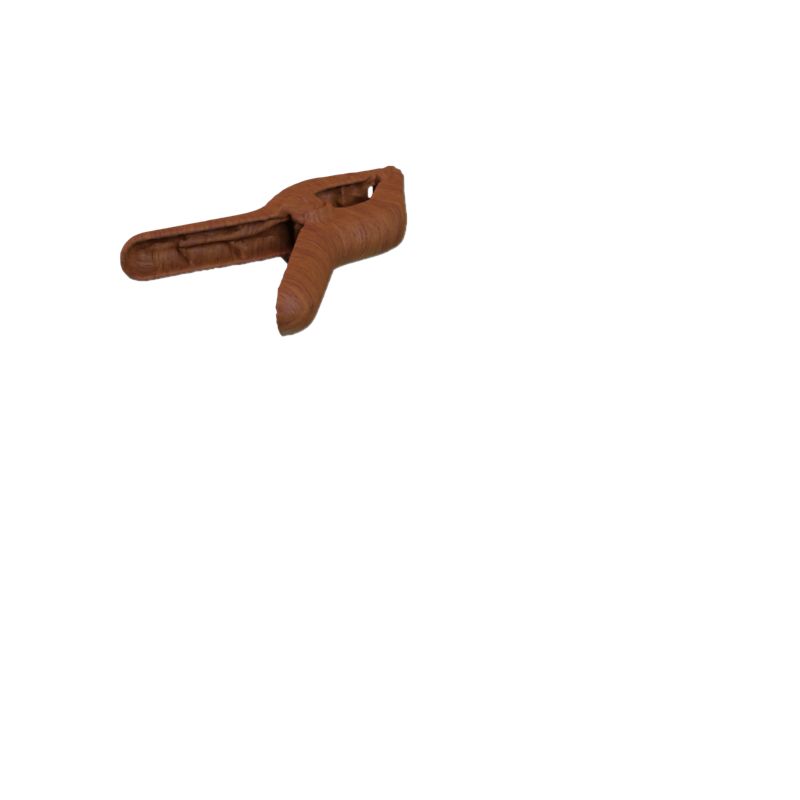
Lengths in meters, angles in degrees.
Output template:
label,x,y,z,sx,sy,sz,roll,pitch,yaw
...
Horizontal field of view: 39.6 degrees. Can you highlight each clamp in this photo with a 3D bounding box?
label,x,y,z,sx,sy,sz,roll,pitch,yaw
clamp,-0.045,-0.083,0.578,0.171,0.037,0.128,-29,45,-34
